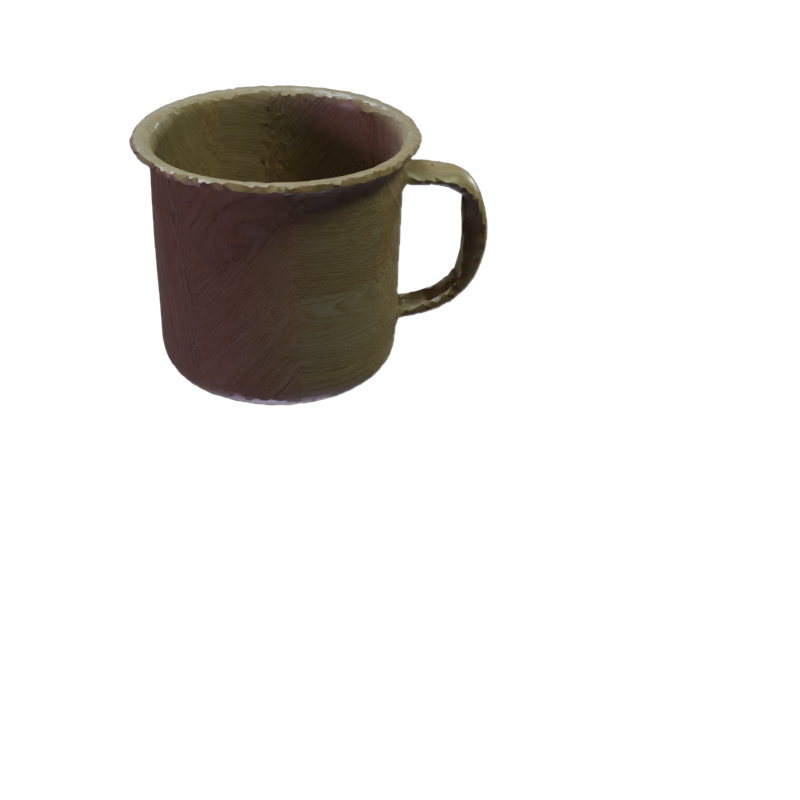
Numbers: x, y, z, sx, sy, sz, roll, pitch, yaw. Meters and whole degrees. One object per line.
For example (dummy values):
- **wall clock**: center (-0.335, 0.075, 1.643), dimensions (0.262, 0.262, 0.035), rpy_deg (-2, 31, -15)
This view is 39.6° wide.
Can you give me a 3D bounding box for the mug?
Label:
- **mug**: center (-0.029, -0.053, 0.374), dimensions (0.116, 0.077, 0.100), rpy_deg (-3, 31, -6)
